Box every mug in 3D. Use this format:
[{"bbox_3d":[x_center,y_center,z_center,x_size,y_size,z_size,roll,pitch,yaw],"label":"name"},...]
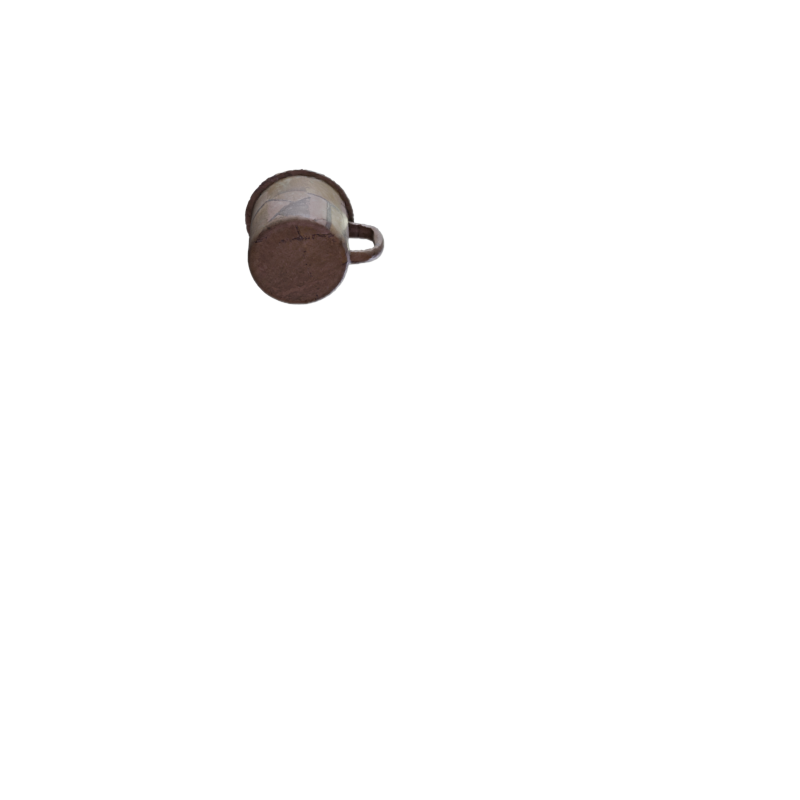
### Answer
[{"bbox_3d":[-0.071,-0.130,0.912,0.116,0.088,0.087,6,31,-5],"label":"mug"}]
